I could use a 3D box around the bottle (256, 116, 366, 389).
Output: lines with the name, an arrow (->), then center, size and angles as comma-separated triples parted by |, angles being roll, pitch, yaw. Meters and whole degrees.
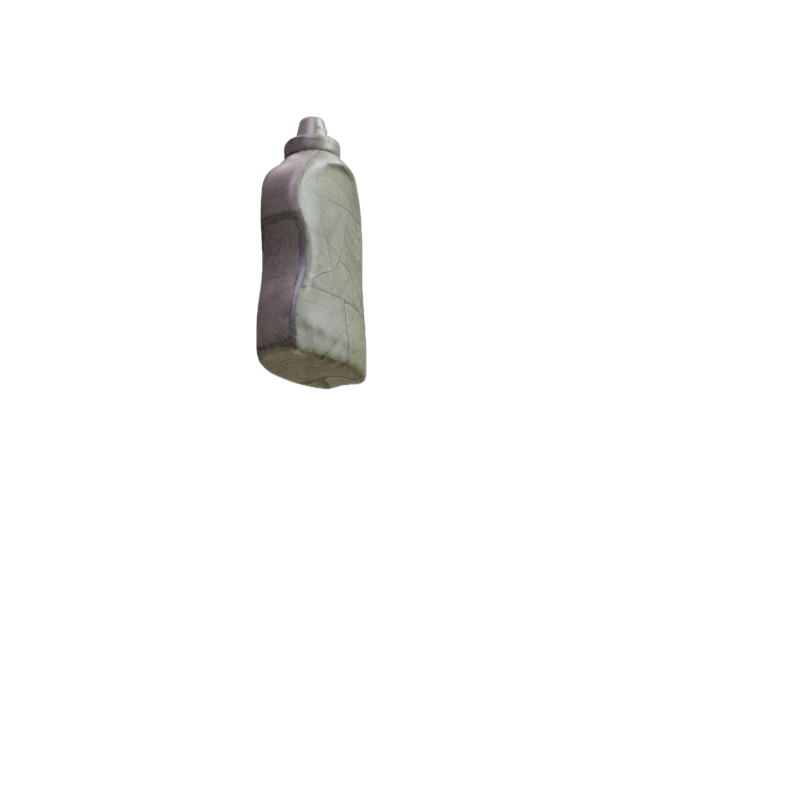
bottle -> -0.061, -0.111, 0.775 | 0.059, 0.201, 0.090 | -14, -24, 29
